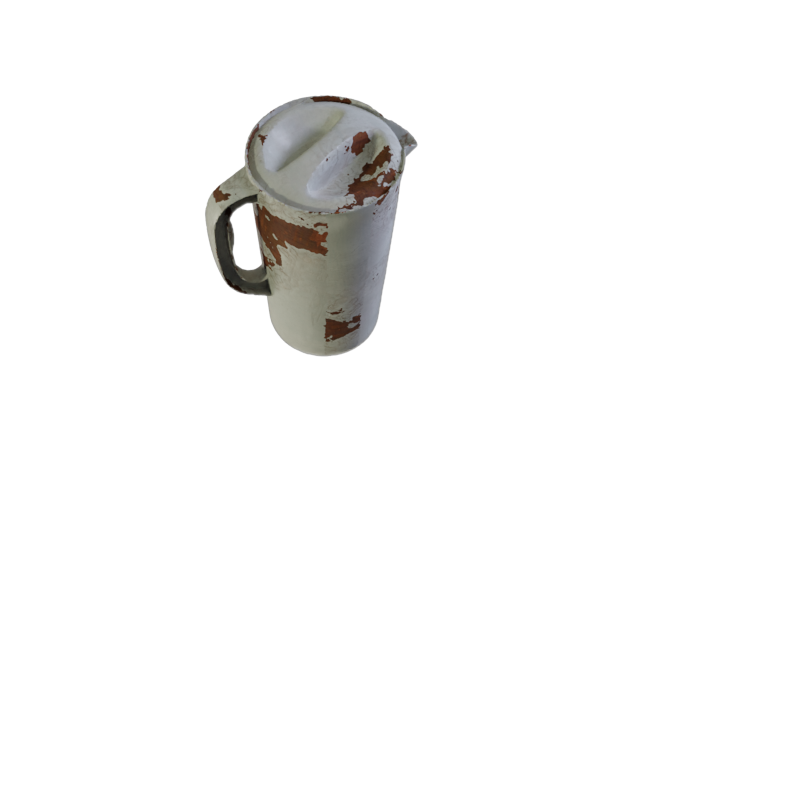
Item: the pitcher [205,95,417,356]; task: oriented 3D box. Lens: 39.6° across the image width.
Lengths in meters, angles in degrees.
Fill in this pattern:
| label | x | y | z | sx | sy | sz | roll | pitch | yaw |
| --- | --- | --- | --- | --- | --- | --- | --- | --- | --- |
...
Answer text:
| label | x | y | z | sx | sy | sz | roll | pitch | yaw |
| --- | --- | --- | --- | --- | --- | --- | --- | --- | --- |
| pitcher | -0.078 | -0.142 | 0.998 | 0.152 | 0.152 | 0.227 | 17 | -33 | 9 |
